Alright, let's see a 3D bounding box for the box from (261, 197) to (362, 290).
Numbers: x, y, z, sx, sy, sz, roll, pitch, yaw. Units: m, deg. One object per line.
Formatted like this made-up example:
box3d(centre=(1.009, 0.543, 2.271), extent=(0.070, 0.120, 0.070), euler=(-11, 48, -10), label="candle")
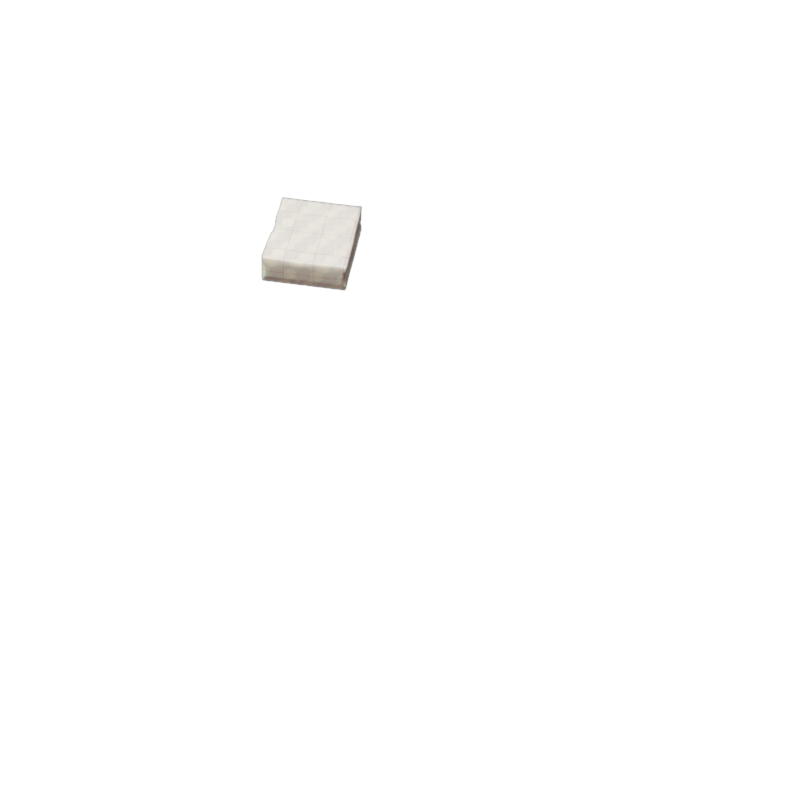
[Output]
box3d(centre=(-0.075, -0.137, 0.959), extent=(0.074, 0.028, 0.095), euler=(7, 44, 6), label="box")
